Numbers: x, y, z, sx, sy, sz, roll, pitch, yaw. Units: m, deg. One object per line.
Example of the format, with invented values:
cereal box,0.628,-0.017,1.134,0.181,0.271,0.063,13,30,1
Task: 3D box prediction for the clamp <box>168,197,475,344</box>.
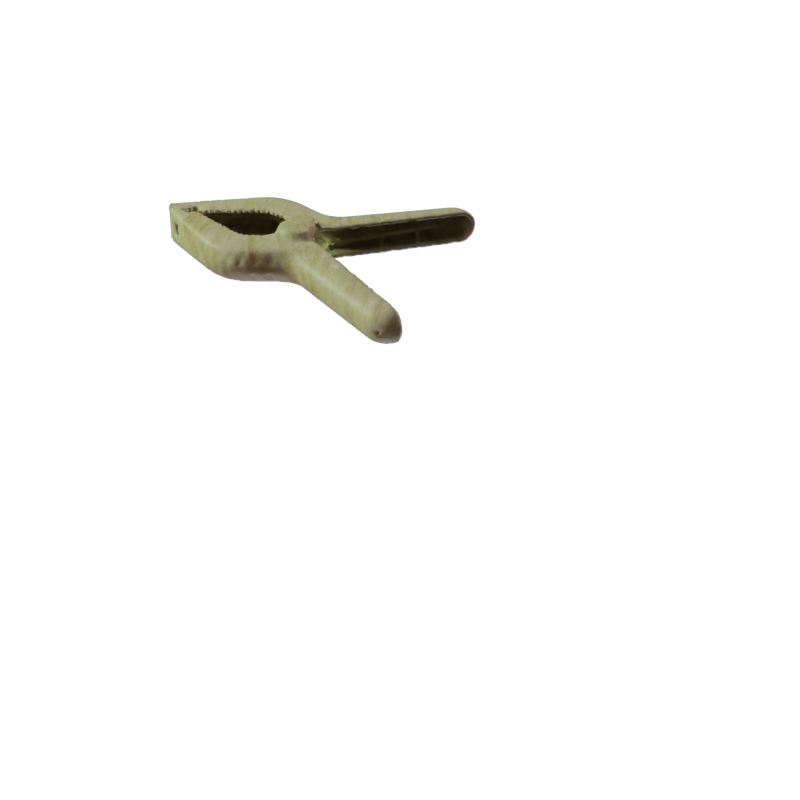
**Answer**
clamp,-0.060,-0.109,0.764,0.220,0.034,0.167,17,36,24
